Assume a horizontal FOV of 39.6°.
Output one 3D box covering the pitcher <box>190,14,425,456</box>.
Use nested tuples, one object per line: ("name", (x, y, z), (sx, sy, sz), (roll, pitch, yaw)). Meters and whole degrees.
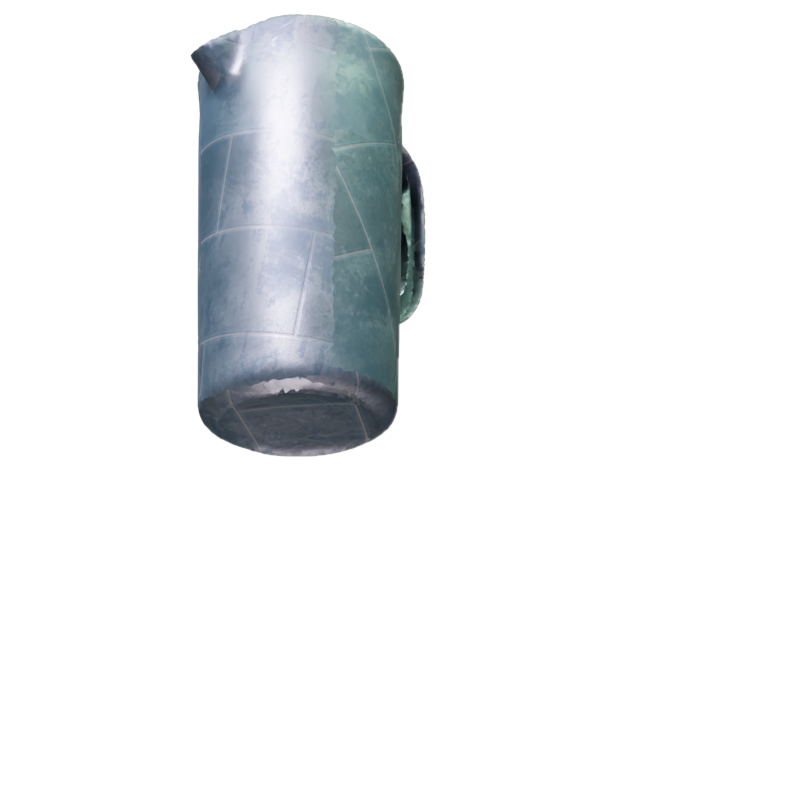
("pitcher", (-0.052, -0.094, 0.661), (0.149, 0.259, 0.136), (-1, -29, -2))
